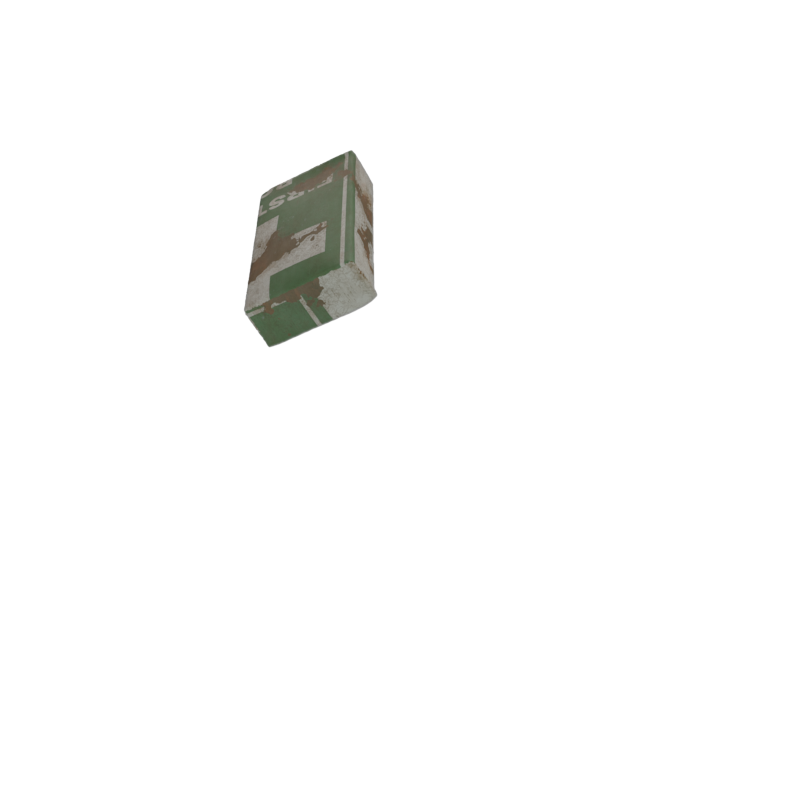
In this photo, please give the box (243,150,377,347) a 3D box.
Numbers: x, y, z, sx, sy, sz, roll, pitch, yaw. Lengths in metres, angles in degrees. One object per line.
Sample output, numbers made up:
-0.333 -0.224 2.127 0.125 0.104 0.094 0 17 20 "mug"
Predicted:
-0.068 -0.124 0.871 0.094 0.045 0.189 -24 36 14 "box"
